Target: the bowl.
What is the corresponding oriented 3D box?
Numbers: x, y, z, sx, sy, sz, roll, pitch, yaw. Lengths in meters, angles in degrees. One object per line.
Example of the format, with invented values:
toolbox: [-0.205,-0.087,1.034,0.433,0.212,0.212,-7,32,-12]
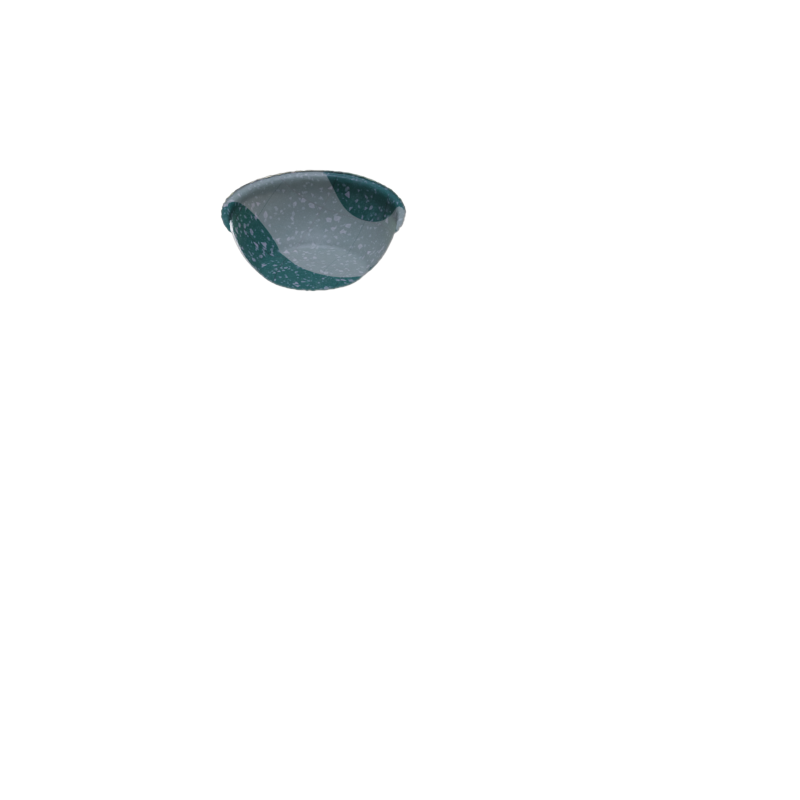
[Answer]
bowl: [-0.075,-0.137,0.958,0.162,0.058,0.154,1,-20,-2]
